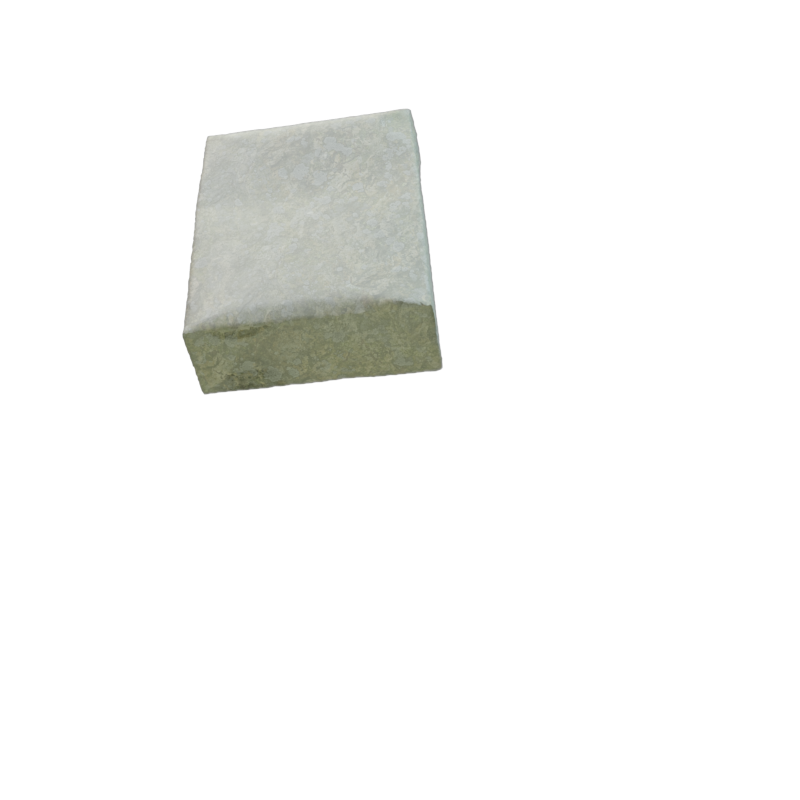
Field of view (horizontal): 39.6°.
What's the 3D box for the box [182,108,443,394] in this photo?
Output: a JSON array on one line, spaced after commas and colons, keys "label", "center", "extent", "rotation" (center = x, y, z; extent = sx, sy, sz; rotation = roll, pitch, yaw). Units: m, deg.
[{"label": "box", "center": [-0.062, -0.113, 0.792], "extent": [0.165, 0.230, 0.066], "rotation": [-7, -43, 5]}]
